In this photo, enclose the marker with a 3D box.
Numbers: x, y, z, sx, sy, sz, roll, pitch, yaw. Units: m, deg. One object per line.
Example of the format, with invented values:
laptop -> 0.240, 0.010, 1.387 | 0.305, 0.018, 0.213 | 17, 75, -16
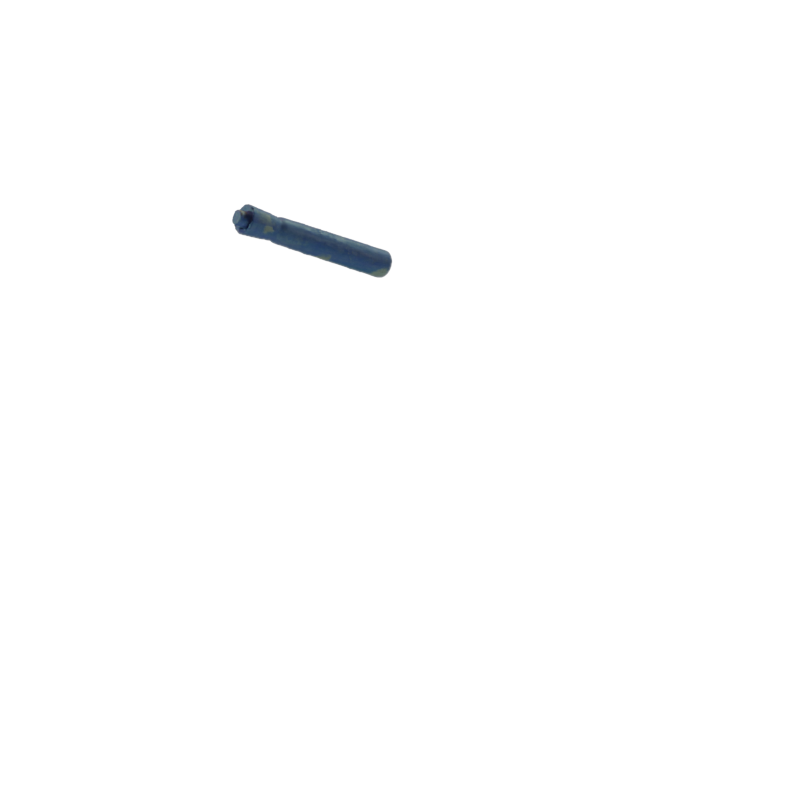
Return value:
marker -> -0.054, -0.099, 0.692 | 0.114, 0.020, 0.021 | 13, -5, -40
